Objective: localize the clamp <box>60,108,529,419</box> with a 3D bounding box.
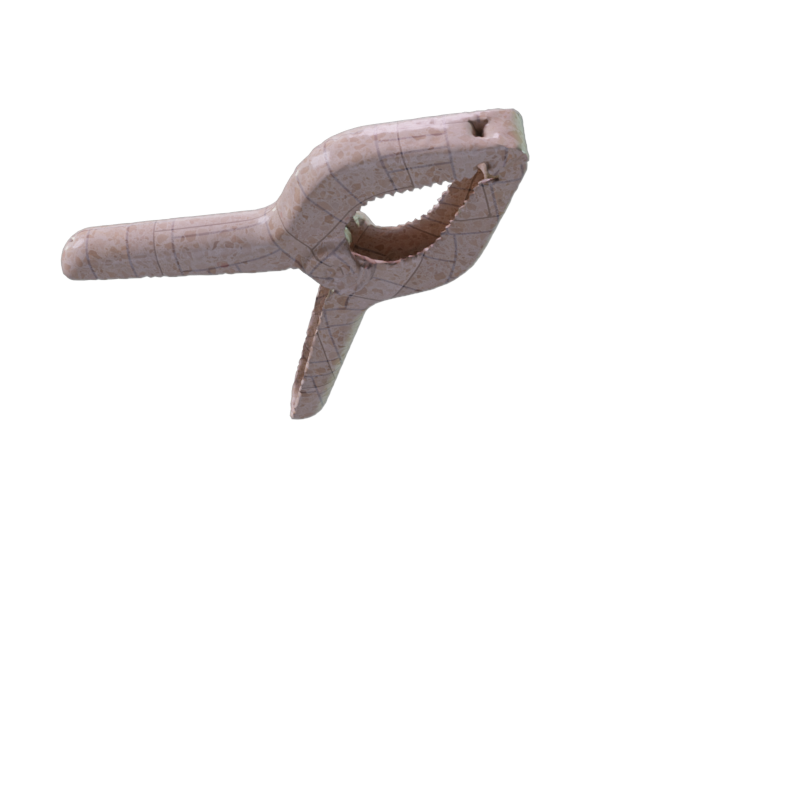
[{"bbox_3d":[-0.039,-0.071,0.497,0.155,0.039,0.208,30,-47,-32],"label":"clamp"}]
